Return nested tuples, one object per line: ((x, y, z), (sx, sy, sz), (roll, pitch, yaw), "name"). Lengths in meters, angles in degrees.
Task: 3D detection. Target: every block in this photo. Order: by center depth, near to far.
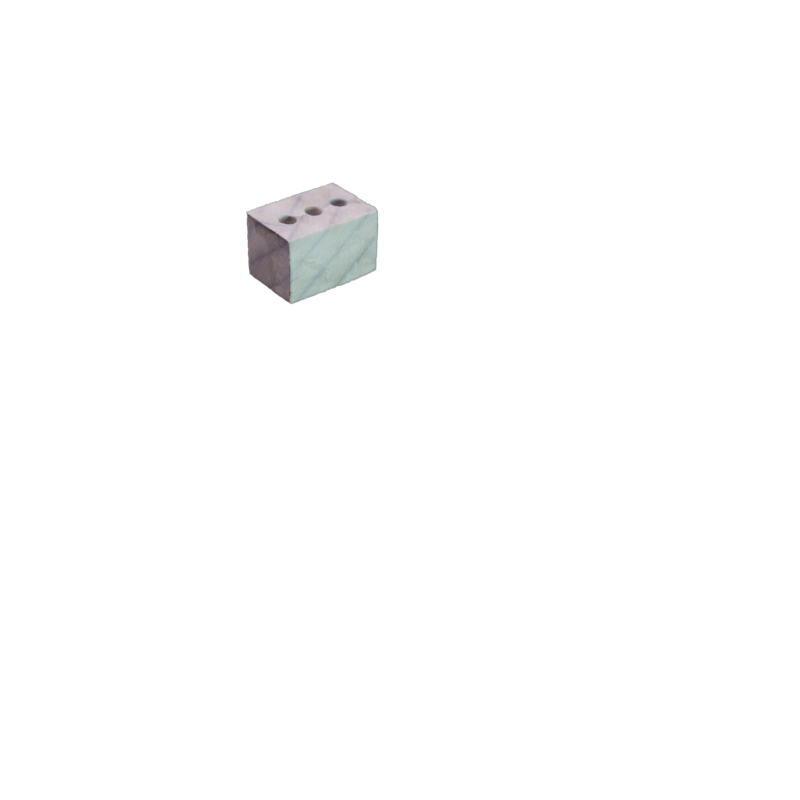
((-0.060, -0.110, 0.770), (0.077, 0.048, 0.057), (-24, 41, -32), "block")
